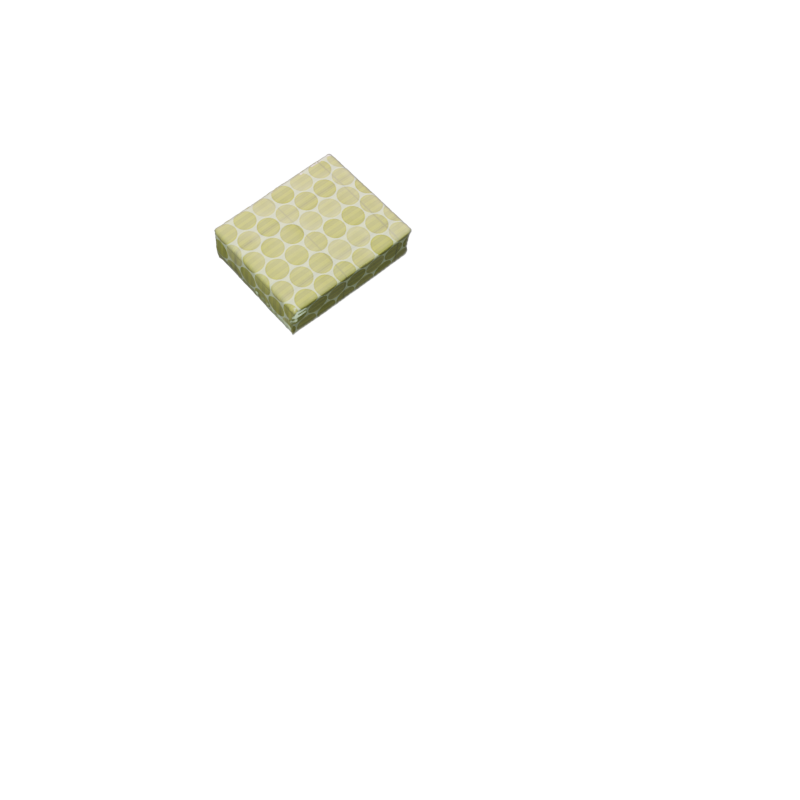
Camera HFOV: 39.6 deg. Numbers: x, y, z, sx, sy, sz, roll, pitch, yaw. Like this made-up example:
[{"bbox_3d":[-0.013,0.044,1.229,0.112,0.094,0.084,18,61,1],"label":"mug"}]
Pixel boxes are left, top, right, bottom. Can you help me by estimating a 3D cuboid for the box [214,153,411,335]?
[{"bbox_3d":[-0.063,-0.114,0.798,0.114,0.095,0.036,-38,-23,-20],"label":"box"}]
